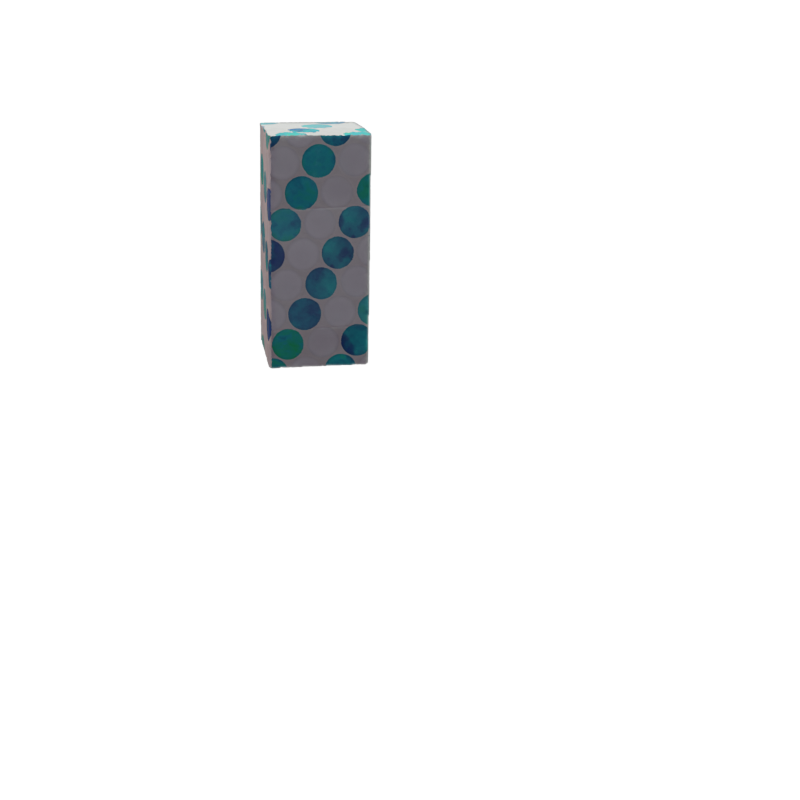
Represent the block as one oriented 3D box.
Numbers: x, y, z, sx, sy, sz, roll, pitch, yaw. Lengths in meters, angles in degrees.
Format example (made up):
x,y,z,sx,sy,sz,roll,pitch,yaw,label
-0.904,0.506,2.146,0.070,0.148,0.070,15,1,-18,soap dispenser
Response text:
x,y,z,sx,sy,sz,roll,pitch,yaw,label
-0.078,-0.143,0.998,0.090,0.199,0.094,-2,15,-10,block
